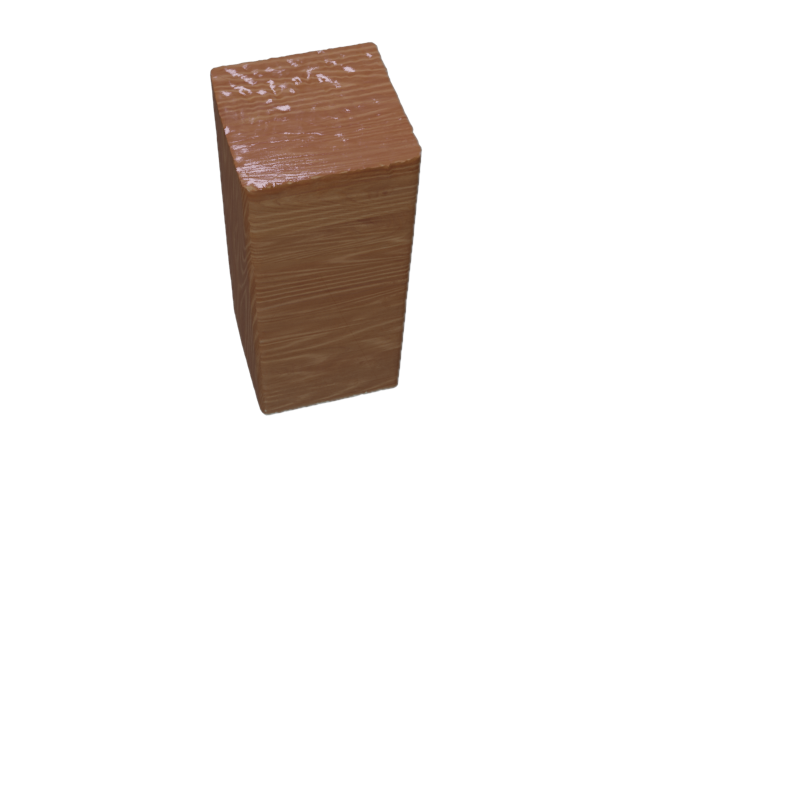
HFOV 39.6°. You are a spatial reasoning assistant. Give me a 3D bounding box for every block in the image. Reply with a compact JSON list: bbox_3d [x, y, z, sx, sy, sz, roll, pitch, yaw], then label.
[{"bbox_3d":[-0.049,-0.089,0.625,0.090,0.097,0.193,-11,-33,-11],"label":"block"}]
